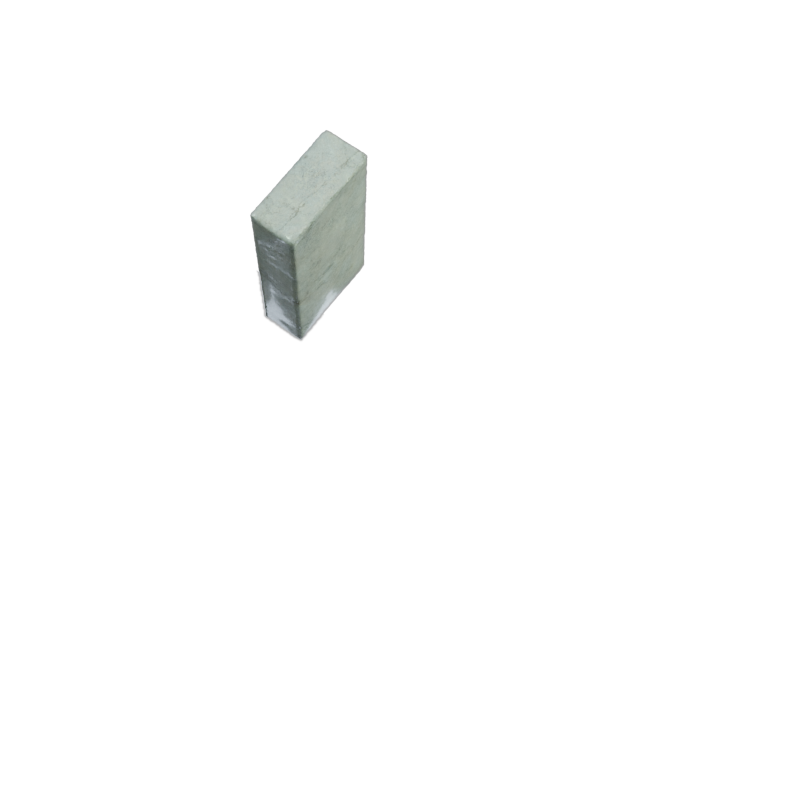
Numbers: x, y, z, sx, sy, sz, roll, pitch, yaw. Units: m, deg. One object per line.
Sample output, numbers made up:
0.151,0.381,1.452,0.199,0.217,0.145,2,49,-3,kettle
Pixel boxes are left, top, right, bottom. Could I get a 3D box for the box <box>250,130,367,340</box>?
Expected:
-0.068,-0.123,0.865,0.049,0.095,0.168,35,-18,8,box
